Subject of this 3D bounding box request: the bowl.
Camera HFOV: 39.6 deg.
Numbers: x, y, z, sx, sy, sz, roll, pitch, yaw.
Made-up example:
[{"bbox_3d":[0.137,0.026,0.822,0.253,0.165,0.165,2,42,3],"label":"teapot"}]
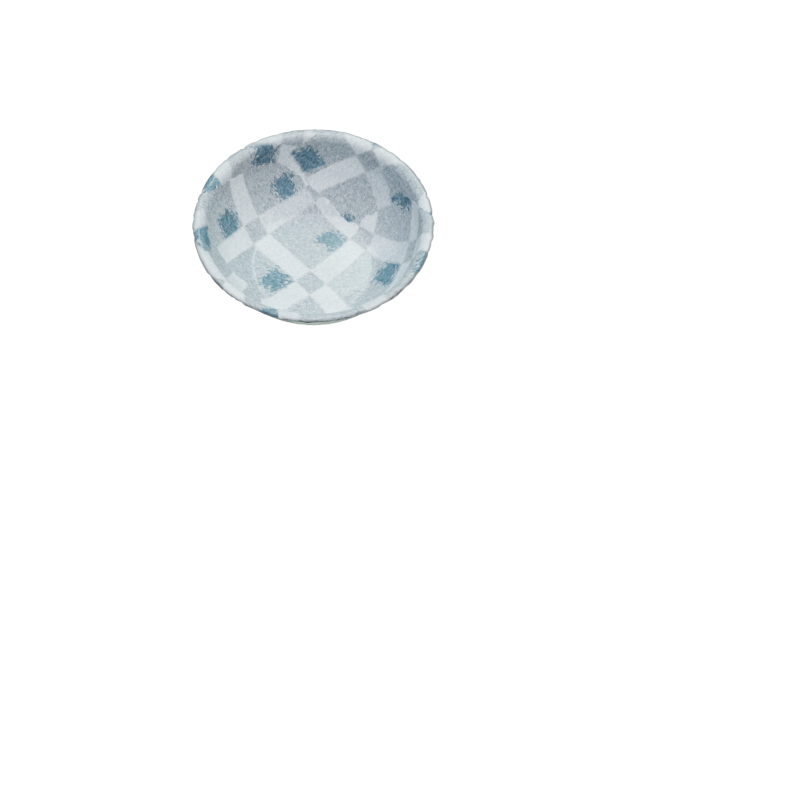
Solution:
[{"bbox_3d":[-0.060,-0.109,0.764,0.162,0.173,0.051,-1,-33,-1],"label":"bowl"}]
